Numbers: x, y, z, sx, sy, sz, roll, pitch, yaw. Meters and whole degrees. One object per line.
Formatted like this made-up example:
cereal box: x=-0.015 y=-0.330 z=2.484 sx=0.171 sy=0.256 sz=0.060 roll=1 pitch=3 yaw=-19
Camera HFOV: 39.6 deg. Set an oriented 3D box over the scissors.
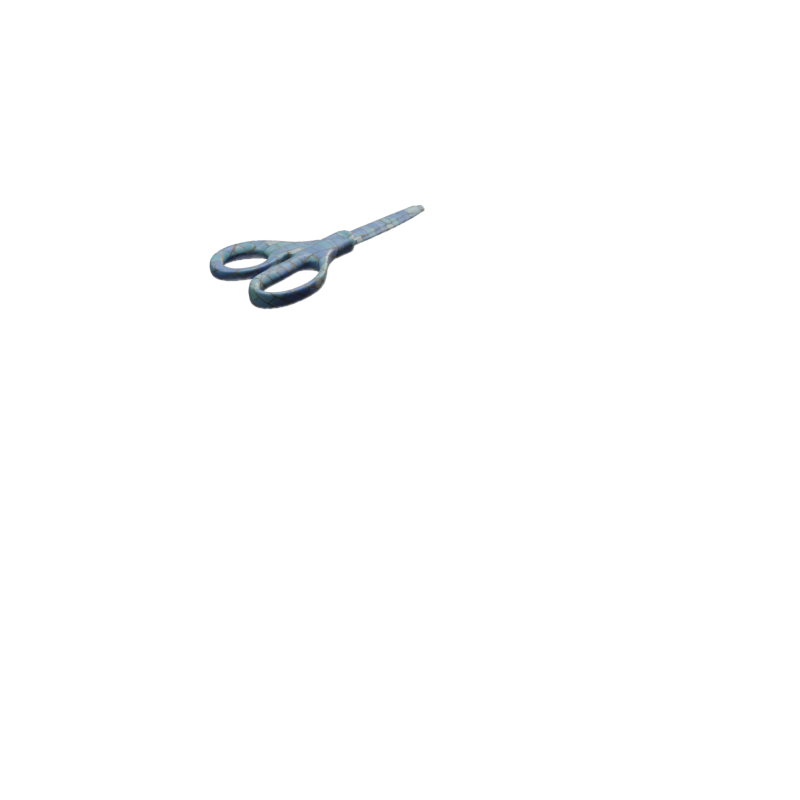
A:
scissors: x=-0.066 y=-0.119 z=0.837 sx=0.100 sy=0.015 sz=0.205 roll=14 pitch=34 yaw=22
